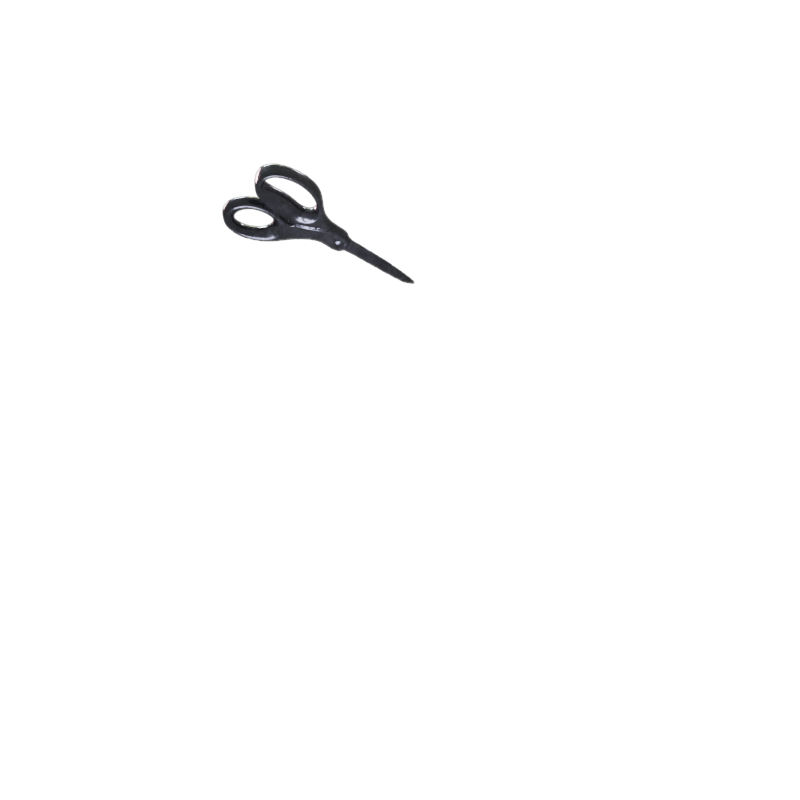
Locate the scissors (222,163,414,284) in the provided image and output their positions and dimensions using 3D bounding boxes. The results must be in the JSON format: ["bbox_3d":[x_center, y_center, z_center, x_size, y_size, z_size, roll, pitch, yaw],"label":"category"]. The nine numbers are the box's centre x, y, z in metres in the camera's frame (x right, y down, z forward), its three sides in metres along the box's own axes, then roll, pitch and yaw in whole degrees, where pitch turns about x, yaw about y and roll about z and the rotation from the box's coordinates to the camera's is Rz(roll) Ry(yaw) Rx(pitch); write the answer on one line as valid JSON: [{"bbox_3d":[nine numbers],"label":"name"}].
[{"bbox_3d":[-0.075,-0.137,0.961,0.097,0.017,0.186,-17,-36,25],"label":"scissors"}]
